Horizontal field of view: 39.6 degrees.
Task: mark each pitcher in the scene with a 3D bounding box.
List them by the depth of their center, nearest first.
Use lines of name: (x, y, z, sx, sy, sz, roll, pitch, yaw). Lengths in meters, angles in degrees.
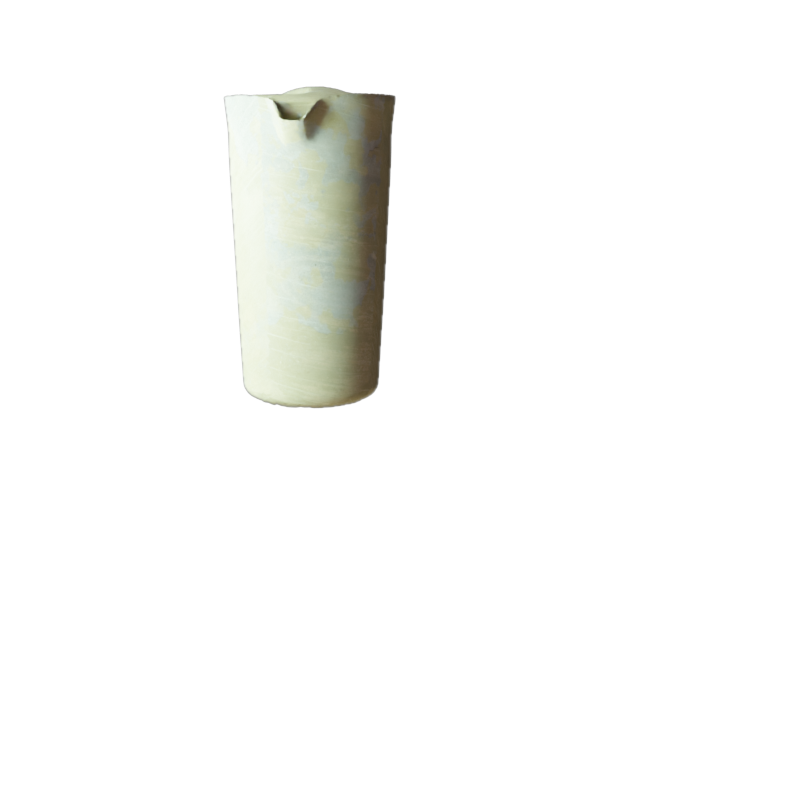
pitcher: (-0.069, -0.126, 0.882, 0.144, 0.239, 0.152, -6, 10, -39)
